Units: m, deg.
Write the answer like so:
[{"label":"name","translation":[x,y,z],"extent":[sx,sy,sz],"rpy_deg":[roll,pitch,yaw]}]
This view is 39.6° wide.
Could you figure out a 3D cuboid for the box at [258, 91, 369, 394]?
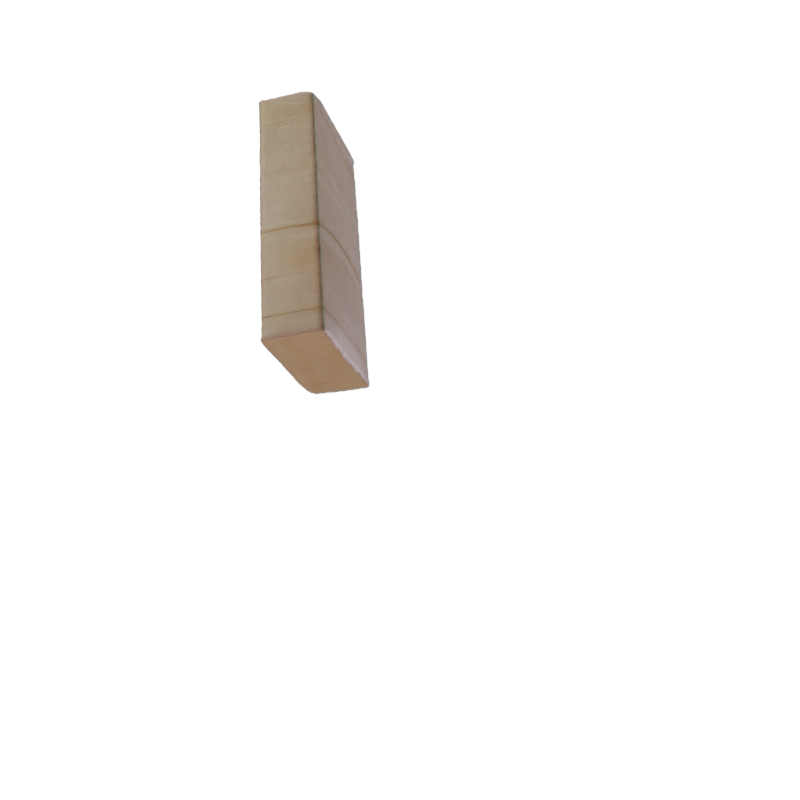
[{"label":"box","translation":[-0.056,-0.102,0.712],"extent":[0.049,0.187,0.087],"rpy_deg":[-10,-28,14]}]
